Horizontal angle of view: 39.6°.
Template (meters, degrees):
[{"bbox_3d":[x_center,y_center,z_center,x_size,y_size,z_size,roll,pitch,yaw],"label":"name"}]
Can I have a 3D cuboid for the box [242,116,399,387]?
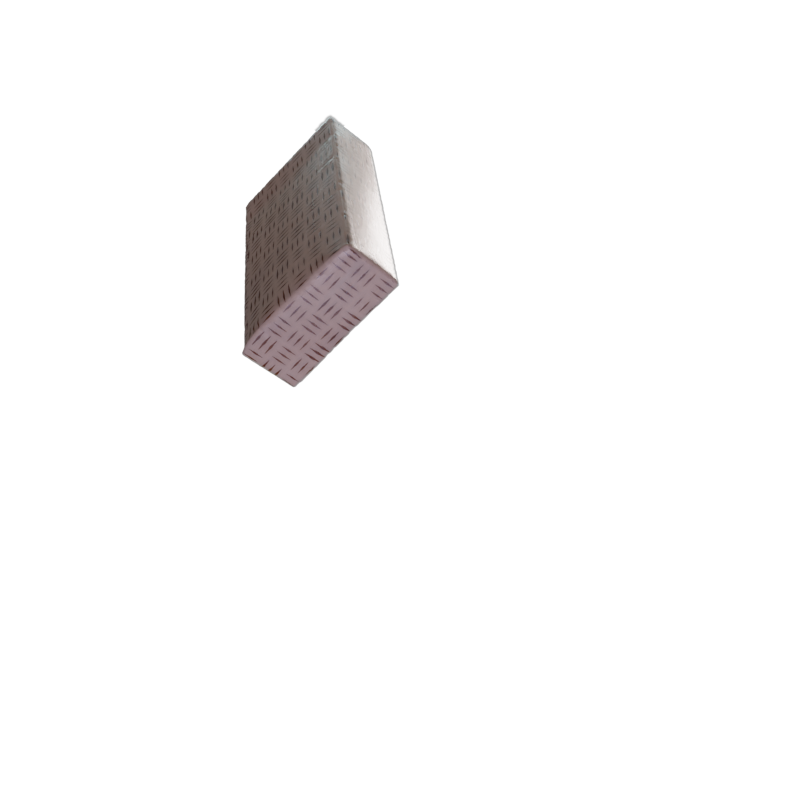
[{"bbox_3d":[-0.053,-0.097,0.682,0.046,0.092,0.188,37,24,-25],"label":"box"}]
